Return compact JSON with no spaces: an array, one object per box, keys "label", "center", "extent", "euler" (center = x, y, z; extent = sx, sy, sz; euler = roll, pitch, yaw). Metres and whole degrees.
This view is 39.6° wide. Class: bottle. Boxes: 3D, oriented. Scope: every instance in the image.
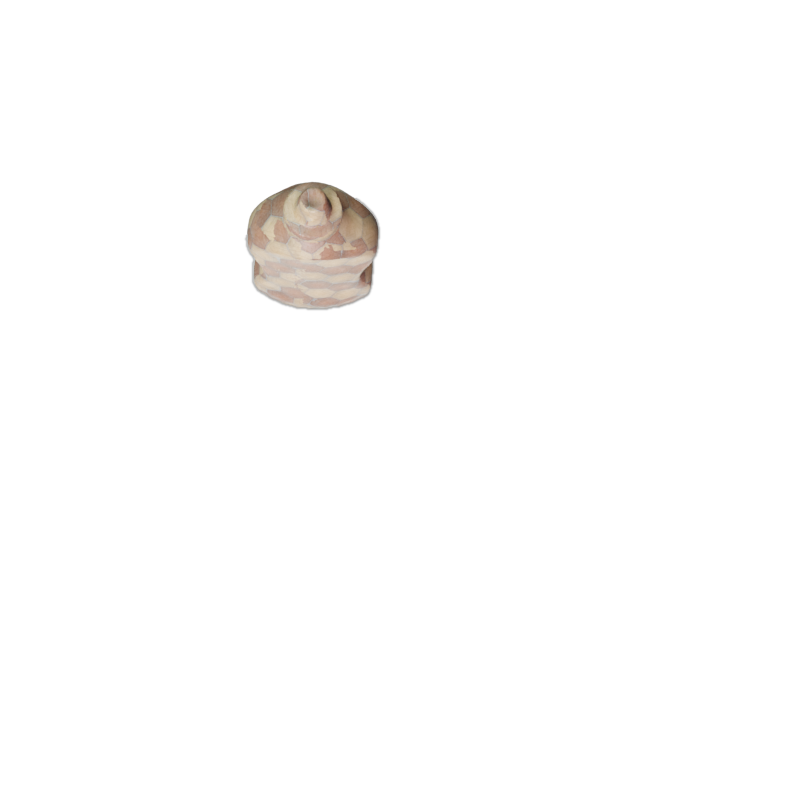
[{"label":"bottle","center":[-0.064,-0.117,0.823],"extent":[0.096,0.060,0.186],"euler":[6,-11,-2]}]
